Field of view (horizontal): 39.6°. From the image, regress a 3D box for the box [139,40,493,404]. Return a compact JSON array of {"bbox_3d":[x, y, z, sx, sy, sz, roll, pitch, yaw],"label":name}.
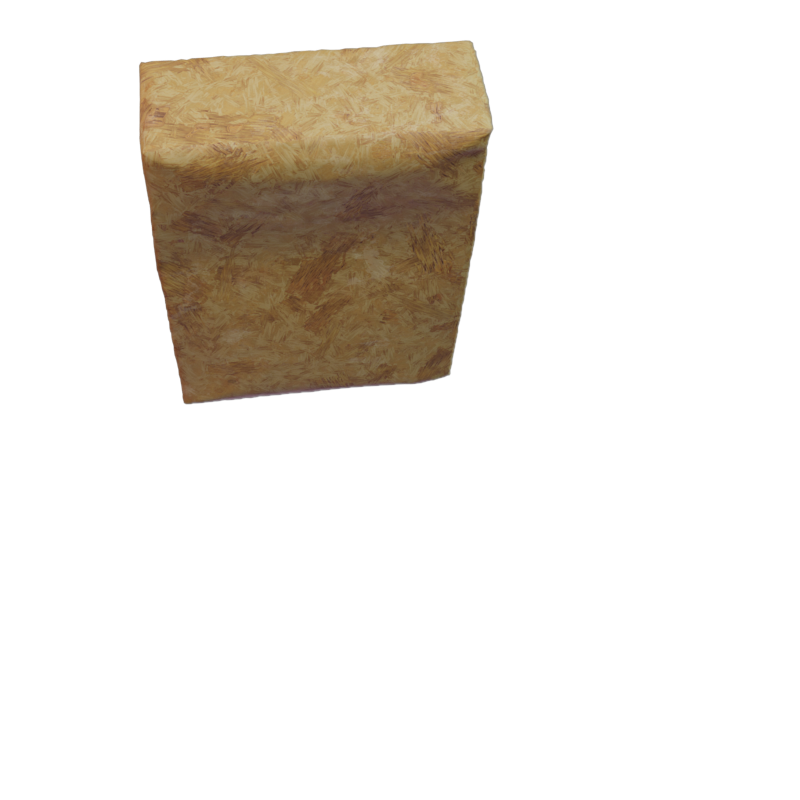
[{"bbox_3d":[-0.047,-0.085,0.594,0.163,0.077,0.200,-4,-34,-6],"label":"box"}]
